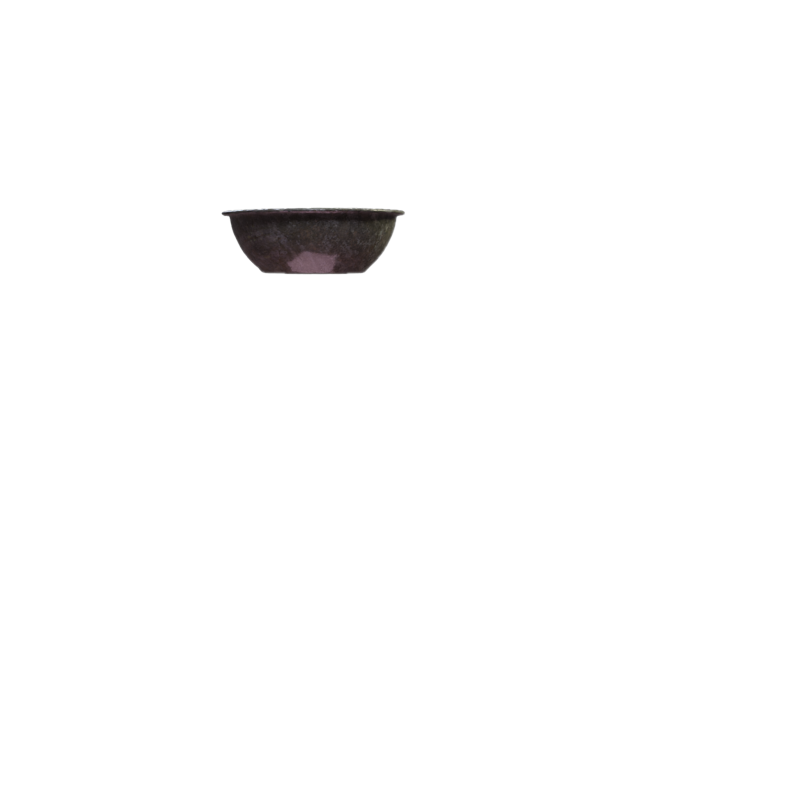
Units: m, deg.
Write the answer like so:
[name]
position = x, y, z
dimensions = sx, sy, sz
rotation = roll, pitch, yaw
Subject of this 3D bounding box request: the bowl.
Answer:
[bowl]
position = -0.076, -0.139, 0.976
dimensions = 0.162, 0.055, 0.164
rotation = 0, 7, -2
